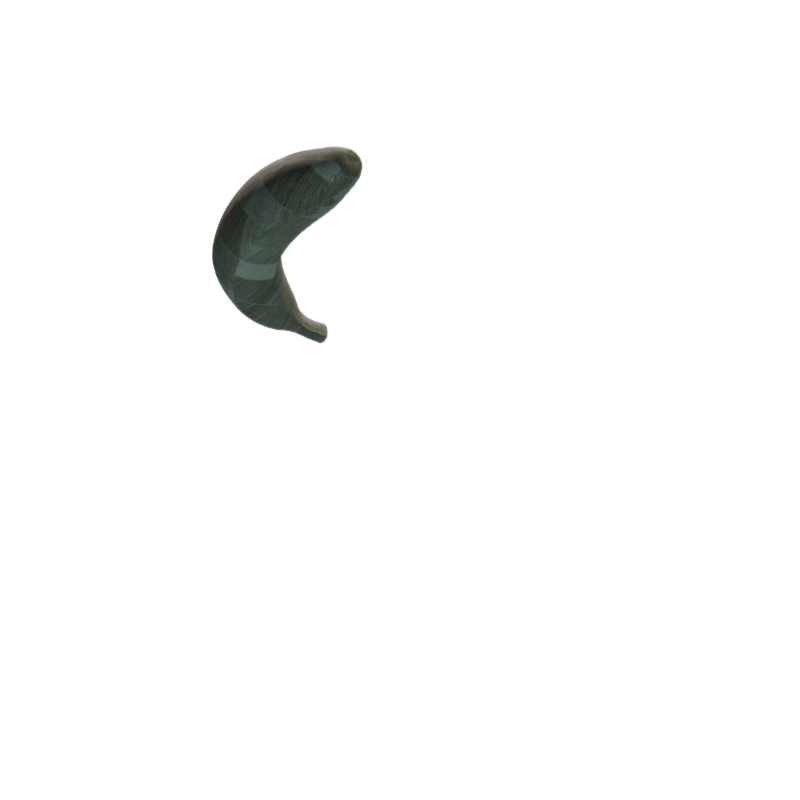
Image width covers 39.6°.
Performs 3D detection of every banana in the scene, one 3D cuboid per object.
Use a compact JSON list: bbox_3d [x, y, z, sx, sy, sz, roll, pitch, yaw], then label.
[{"bbox_3d":[-0.064,-0.082,0.585,0.069,0.039,0.189,2,-20,-7],"label":"banana"}]
